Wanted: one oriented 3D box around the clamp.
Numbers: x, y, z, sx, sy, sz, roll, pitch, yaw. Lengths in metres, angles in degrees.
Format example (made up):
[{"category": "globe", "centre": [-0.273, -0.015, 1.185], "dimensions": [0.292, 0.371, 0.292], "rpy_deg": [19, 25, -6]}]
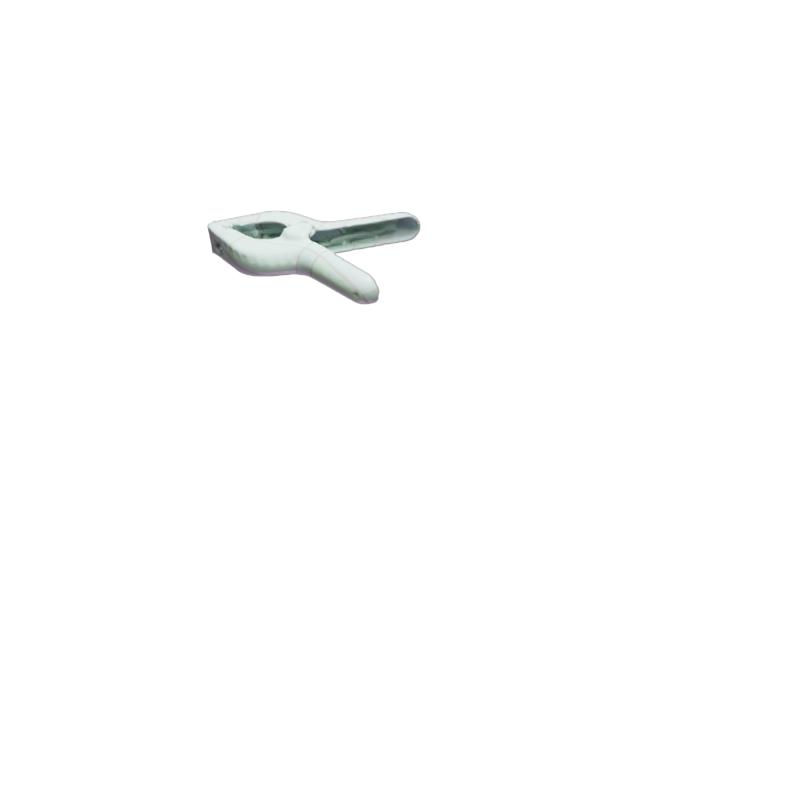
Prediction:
[{"category": "clamp", "centre": [-0.070, -0.128, 0.899], "dimensions": [0.179, 0.037, 0.122], "rpy_deg": [16, 34, 25]}]
